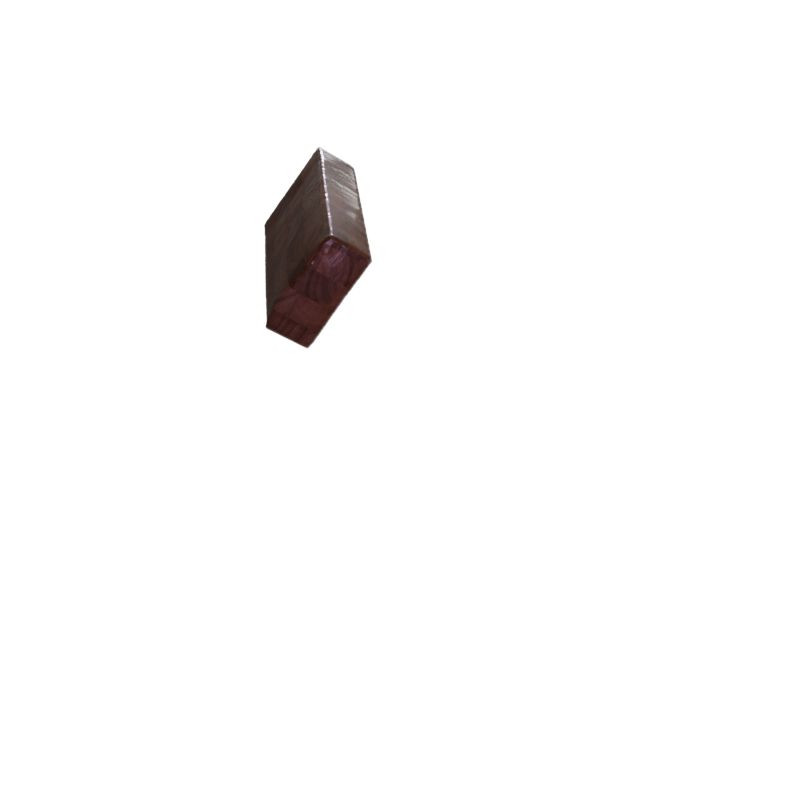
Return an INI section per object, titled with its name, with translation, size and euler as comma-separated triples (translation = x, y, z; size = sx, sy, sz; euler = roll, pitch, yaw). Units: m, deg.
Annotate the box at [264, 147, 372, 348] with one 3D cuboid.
[box]
translation = -0.070, -0.128, 0.898
size = 0.046, 0.091, 0.187
euler = 30, 25, -20
